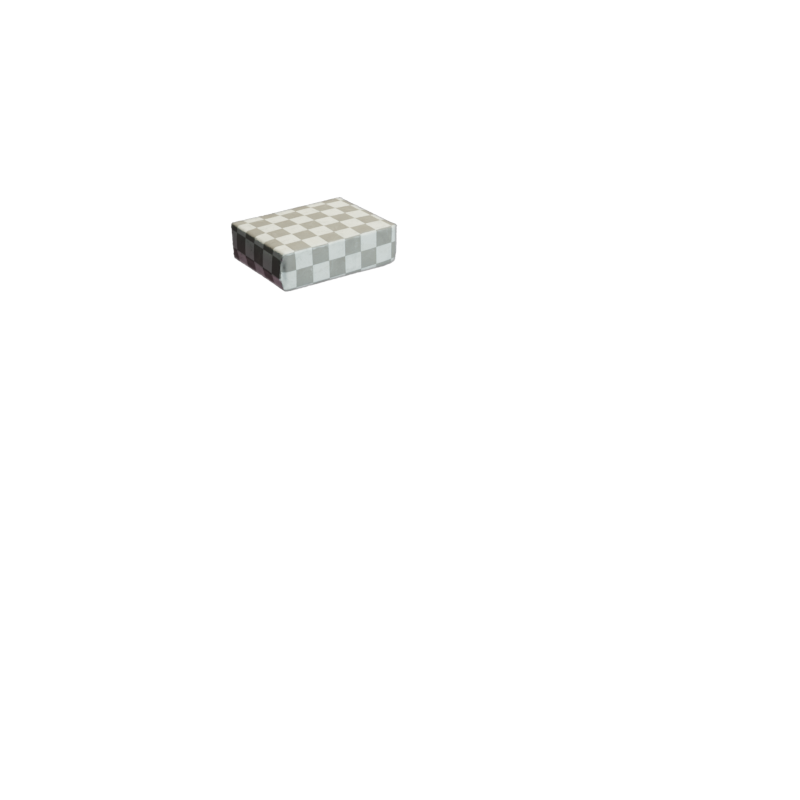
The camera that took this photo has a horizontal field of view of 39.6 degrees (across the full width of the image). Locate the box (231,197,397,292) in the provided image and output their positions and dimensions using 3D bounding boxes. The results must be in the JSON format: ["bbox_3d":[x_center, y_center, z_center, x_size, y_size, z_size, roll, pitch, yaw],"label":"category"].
[{"bbox_3d":[-0.073,-0.133,0.933,0.111,0.037,0.096,-17,32,-29],"label":"box"}]
